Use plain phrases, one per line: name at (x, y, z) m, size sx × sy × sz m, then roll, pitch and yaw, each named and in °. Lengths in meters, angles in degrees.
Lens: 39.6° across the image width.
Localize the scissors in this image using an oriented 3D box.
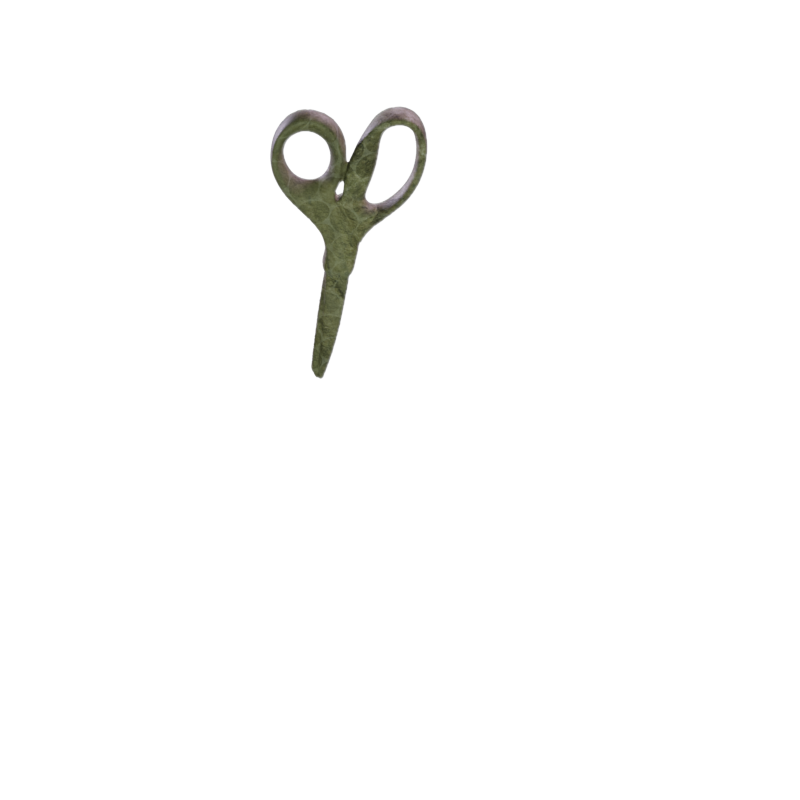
scissors at (-0.052, -0.094, 0.658) m, size 0.093 × 0.194 × 0.017 m, roll 20°, pitch 37°, yaw -16°
